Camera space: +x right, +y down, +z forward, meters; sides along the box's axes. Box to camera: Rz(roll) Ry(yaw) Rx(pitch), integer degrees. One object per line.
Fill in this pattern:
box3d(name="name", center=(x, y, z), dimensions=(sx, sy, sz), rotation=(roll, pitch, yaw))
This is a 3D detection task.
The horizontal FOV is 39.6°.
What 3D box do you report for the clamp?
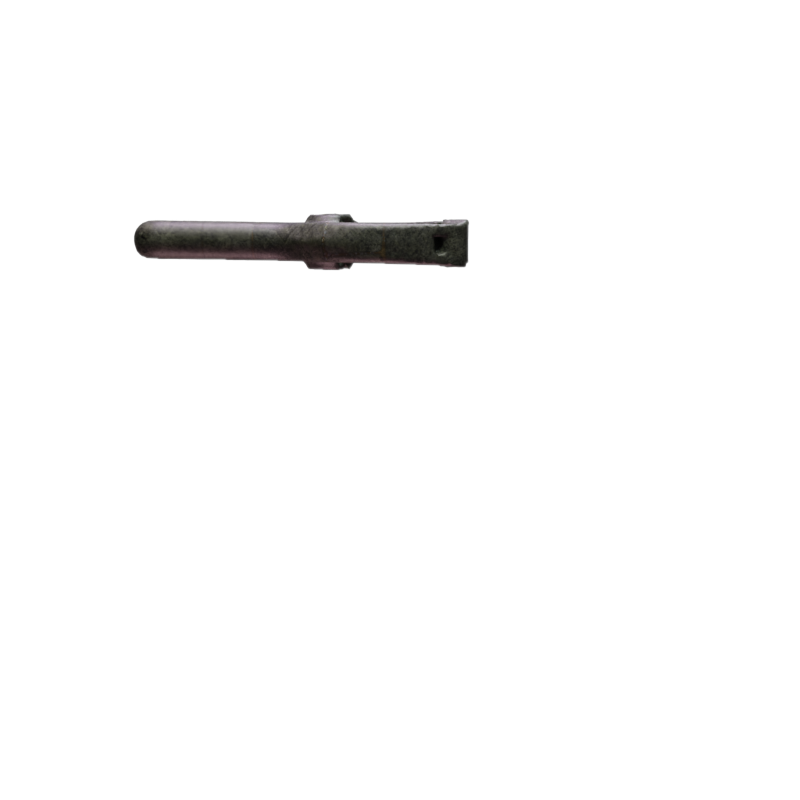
box3d(name="clamp", center=(-0.056, -0.103, 0.718), dimensions=(0.219, 0.036, 0.159), rotation=(8, 12, 40))
